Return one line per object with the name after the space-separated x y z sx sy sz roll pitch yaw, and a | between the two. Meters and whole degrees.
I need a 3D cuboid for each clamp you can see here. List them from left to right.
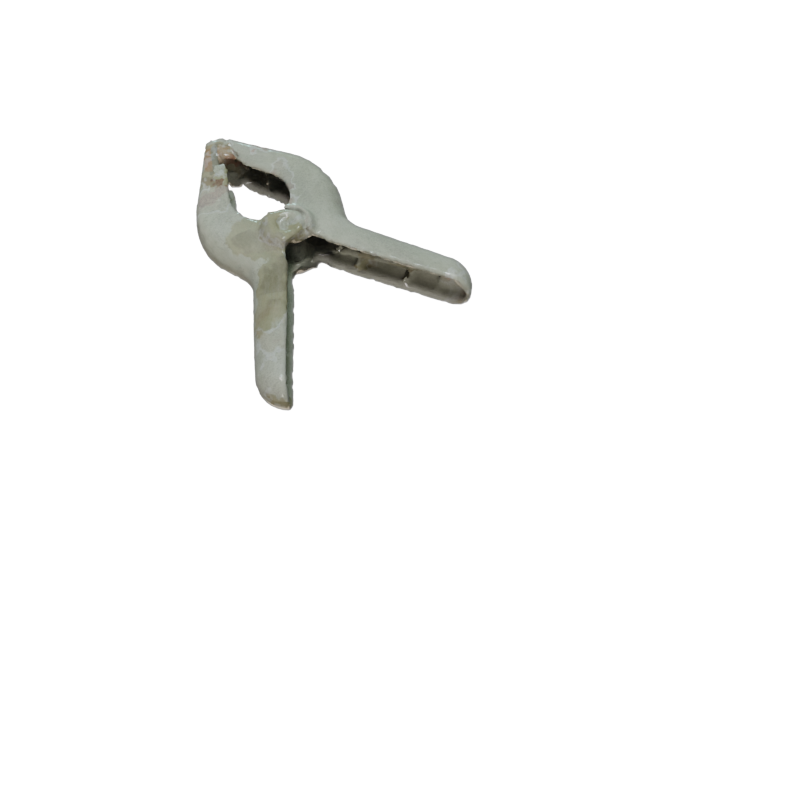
-0.046 -0.083 0.584 0.119 0.185 0.037 -20 -34 -15 | clamp
